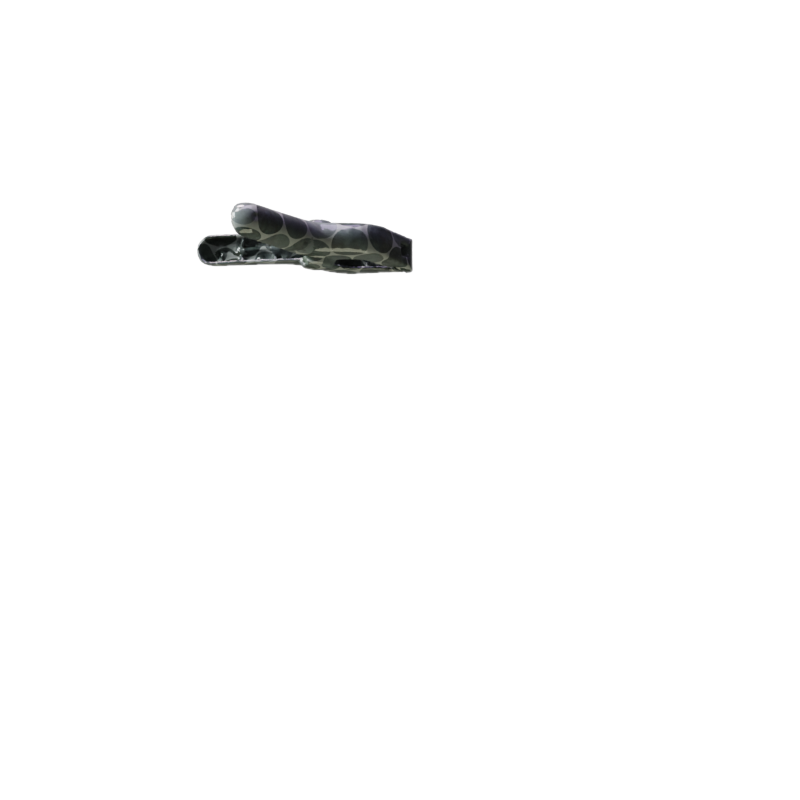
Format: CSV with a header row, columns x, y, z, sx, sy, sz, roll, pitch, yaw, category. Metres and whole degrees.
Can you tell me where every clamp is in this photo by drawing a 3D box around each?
x,y,z,sx,sy,sz,roll,pitch,yaw,category
-0.067,-0.122,0.858,0.169,0.040,0.120,0,-1,-12,clamp
